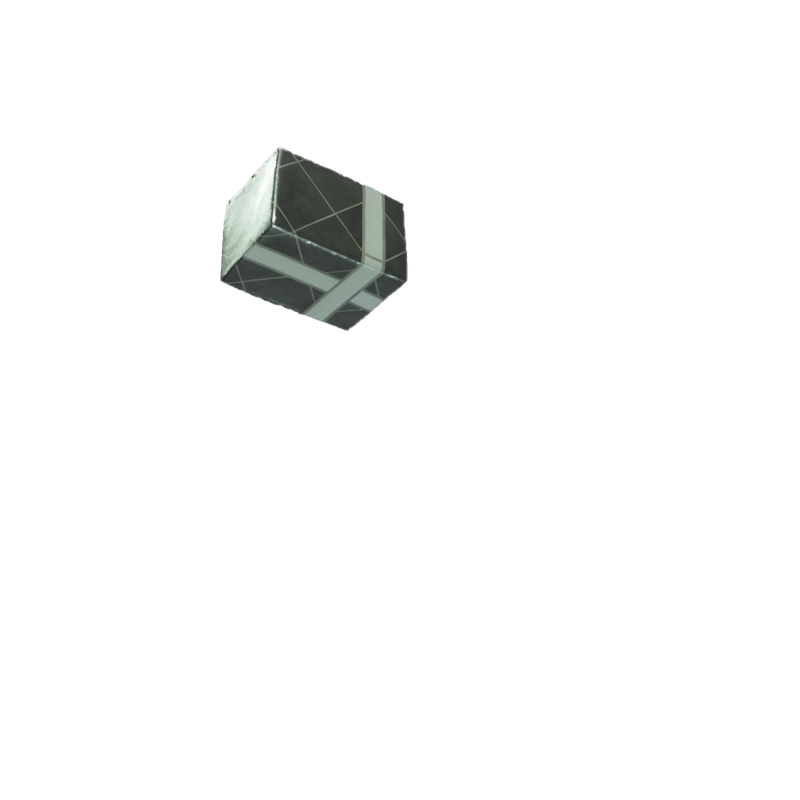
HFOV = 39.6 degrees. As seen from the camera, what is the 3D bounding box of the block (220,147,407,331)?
[{"bbox_3d":[-0.043,-0.078,0.546,0.074,0.055,0.052,21,-42,-28],"label":"block"}]
